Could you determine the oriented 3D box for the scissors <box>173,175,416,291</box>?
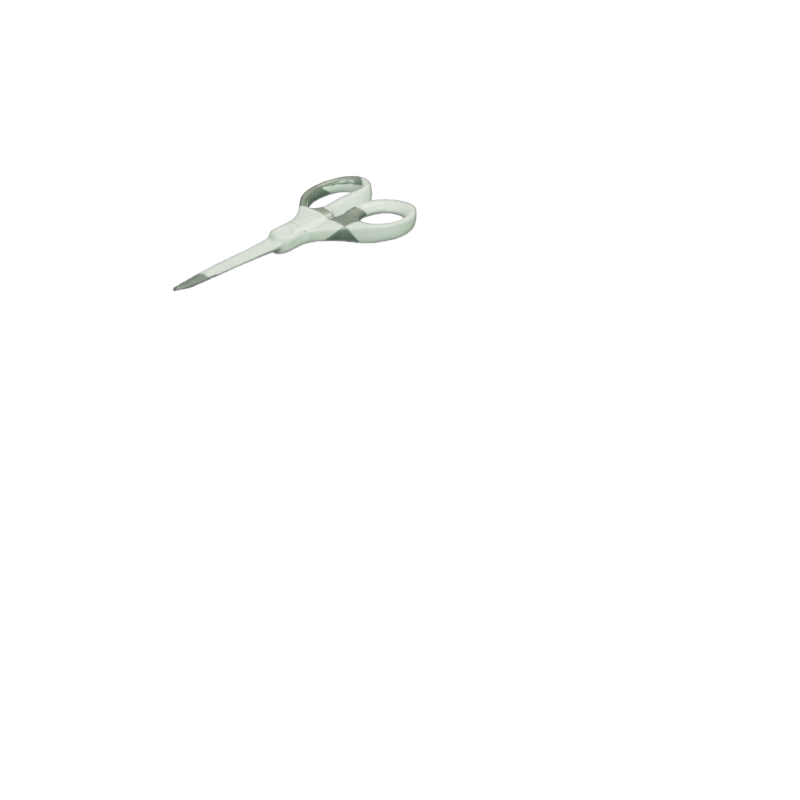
[{"bbox_3d":[-0.060,-0.109,0.762,0.100,0.015,0.206,15,36,21],"label":"scissors"}]
